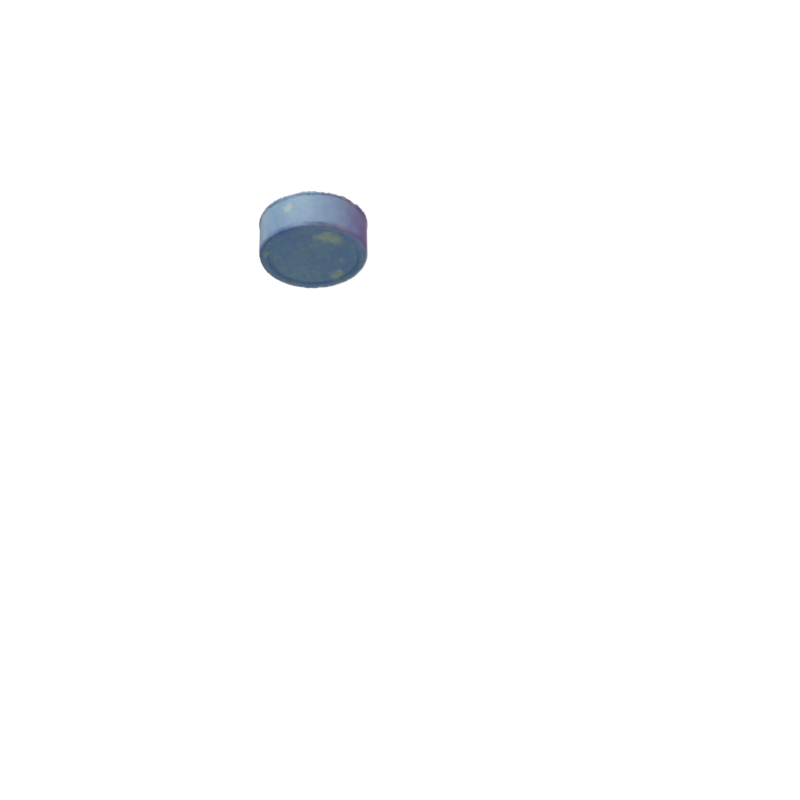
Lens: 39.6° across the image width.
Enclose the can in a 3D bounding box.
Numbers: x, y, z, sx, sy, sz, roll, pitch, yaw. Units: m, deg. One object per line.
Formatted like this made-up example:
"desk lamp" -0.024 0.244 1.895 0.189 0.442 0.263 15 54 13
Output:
"can" -0.068 -0.124 0.865 0.086 0.036 0.080 1 -31 -2
